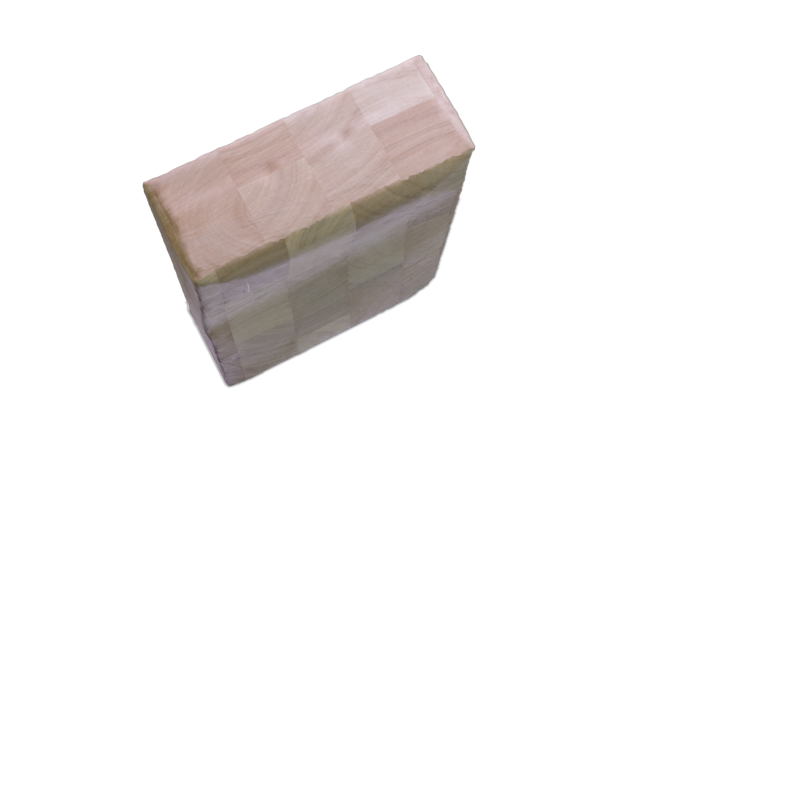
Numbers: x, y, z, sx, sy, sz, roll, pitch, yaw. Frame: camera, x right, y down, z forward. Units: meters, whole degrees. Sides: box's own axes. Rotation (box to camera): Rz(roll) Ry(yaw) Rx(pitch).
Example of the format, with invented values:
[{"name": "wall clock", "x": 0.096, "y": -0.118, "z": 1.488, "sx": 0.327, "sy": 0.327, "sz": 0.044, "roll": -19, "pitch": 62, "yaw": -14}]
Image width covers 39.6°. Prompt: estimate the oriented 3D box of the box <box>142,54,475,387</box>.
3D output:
[{"name": "box", "x": -0.052, "y": -0.094, "z": 0.658, "sx": 0.164, "sy": 0.075, "sz": 0.206, "roll": -28, "pitch": -10, "yaw": -10}]
